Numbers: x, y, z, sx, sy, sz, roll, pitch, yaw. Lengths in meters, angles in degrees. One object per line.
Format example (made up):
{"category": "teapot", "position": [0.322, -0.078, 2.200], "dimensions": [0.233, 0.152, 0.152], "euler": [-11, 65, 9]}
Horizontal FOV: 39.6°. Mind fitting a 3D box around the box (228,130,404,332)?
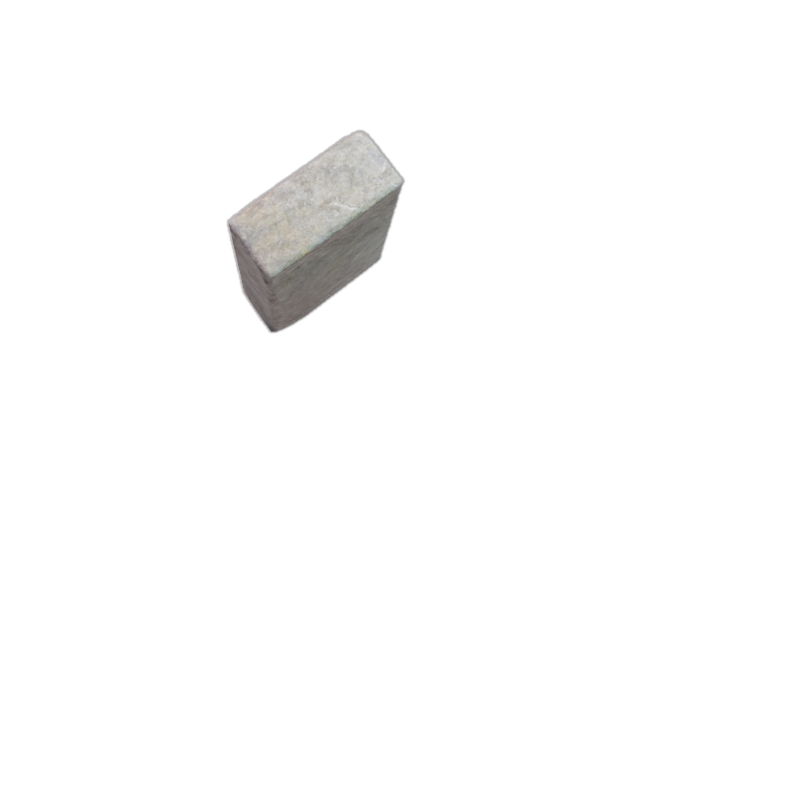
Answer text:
{"category": "box", "position": [-0.053, -0.096, 0.670], "dimensions": [0.094, 0.049, 0.171], "euler": [-37, -5, -9]}
